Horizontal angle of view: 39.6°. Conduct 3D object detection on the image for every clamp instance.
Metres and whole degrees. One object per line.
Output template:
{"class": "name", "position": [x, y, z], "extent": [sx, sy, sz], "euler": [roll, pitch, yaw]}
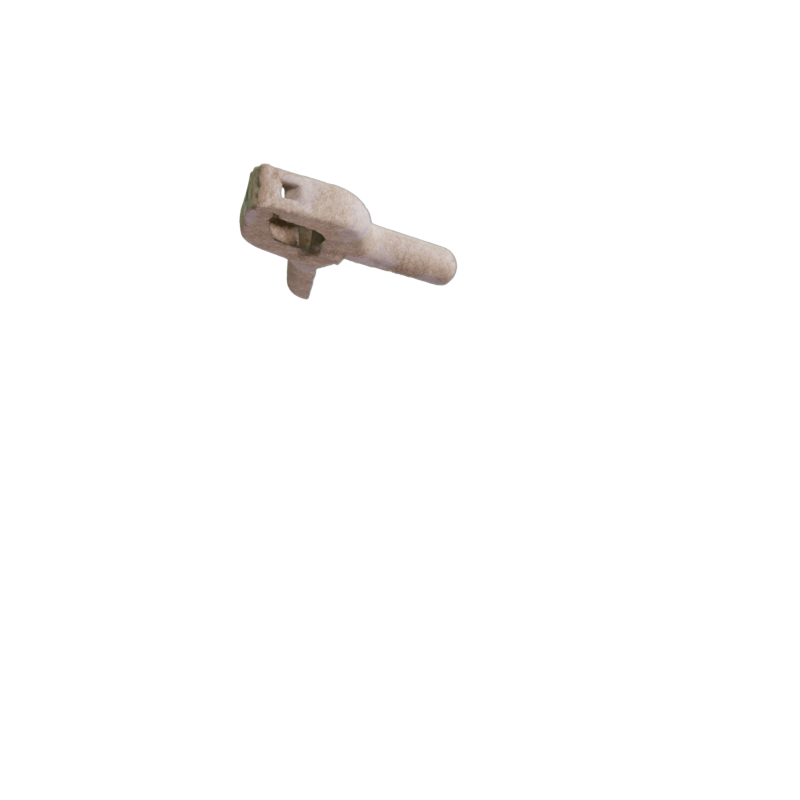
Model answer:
{"class": "clamp", "position": [-0.054, -0.099, 0.694], "extent": [0.122, 0.041, 0.160], "euler": [-13, -24, 32]}
